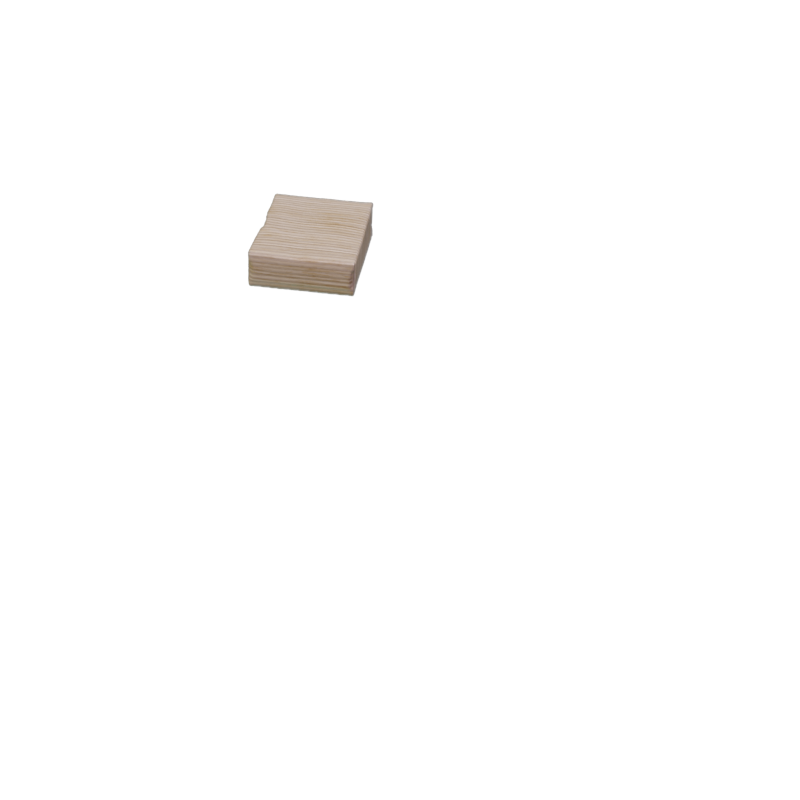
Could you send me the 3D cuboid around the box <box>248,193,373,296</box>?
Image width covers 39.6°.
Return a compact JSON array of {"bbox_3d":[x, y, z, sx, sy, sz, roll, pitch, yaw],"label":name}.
[{"bbox_3d":[-0.060,-0.110,0.773,0.074,0.028,0.094,6,37,7],"label":"box"}]
